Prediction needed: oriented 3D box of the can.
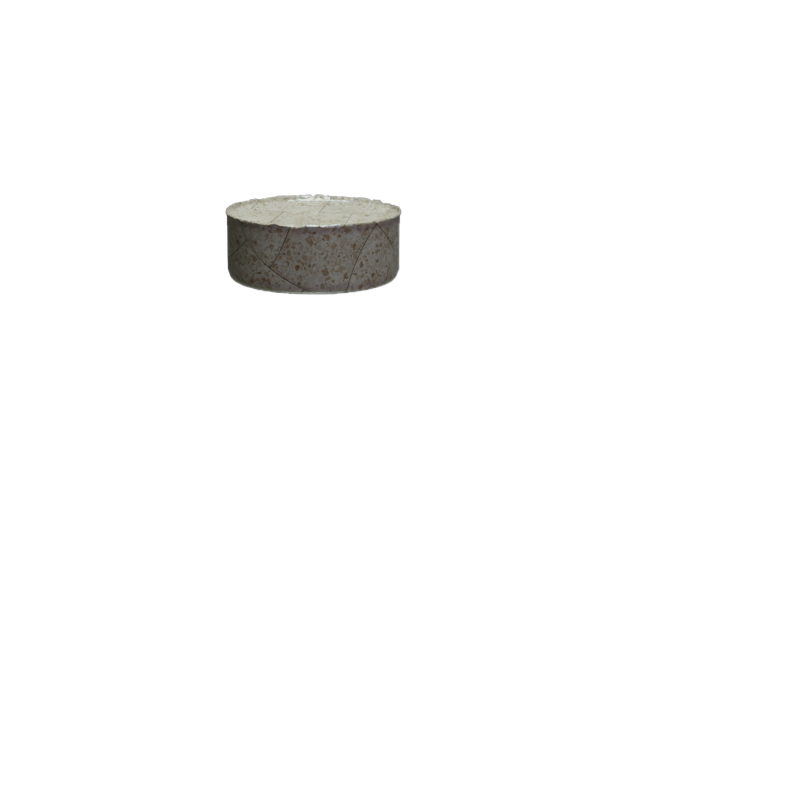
[{"bbox_3d":[-0.043,-0.078,0.543,0.086,0.032,0.089,-1,18,-2],"label":"can"}]
